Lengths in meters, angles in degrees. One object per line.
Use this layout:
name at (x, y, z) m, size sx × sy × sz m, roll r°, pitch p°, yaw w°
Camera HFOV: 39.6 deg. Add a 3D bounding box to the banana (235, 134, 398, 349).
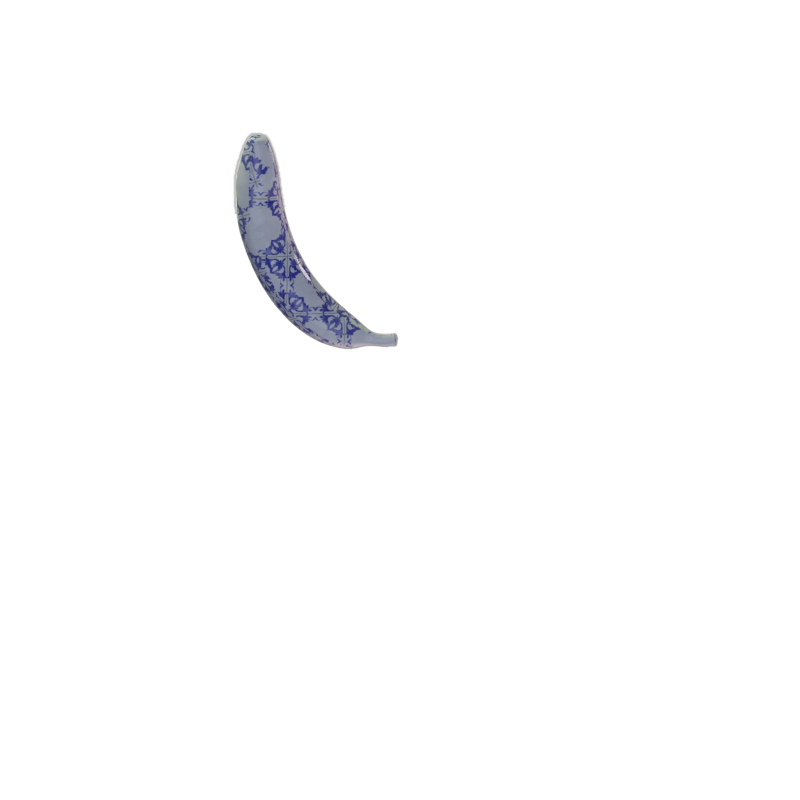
banana at (-0.080, -0.109, 0.848) m, size 0.069 × 0.189 × 0.038 m, roll -31°, pitch 17°, yaw 11°
